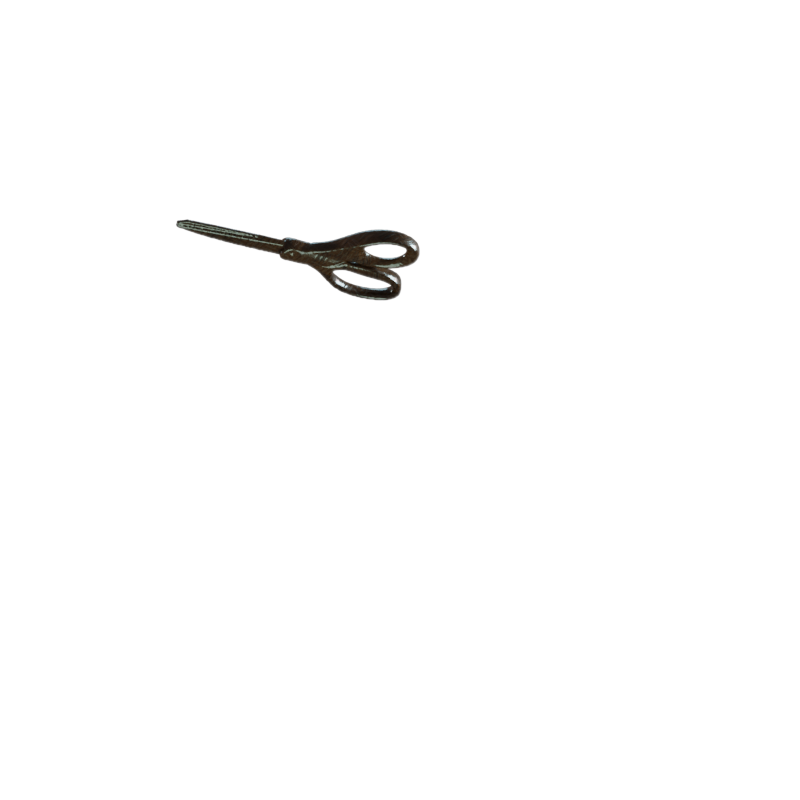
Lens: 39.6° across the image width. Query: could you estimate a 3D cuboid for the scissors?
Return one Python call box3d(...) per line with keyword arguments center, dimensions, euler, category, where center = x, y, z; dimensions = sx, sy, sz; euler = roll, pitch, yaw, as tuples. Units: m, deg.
box3d(center=(-0.070, -0.127, 0.892), dimensions=(0.191, 0.017, 0.095), euler=(21, -36, -32), category="scissors")
